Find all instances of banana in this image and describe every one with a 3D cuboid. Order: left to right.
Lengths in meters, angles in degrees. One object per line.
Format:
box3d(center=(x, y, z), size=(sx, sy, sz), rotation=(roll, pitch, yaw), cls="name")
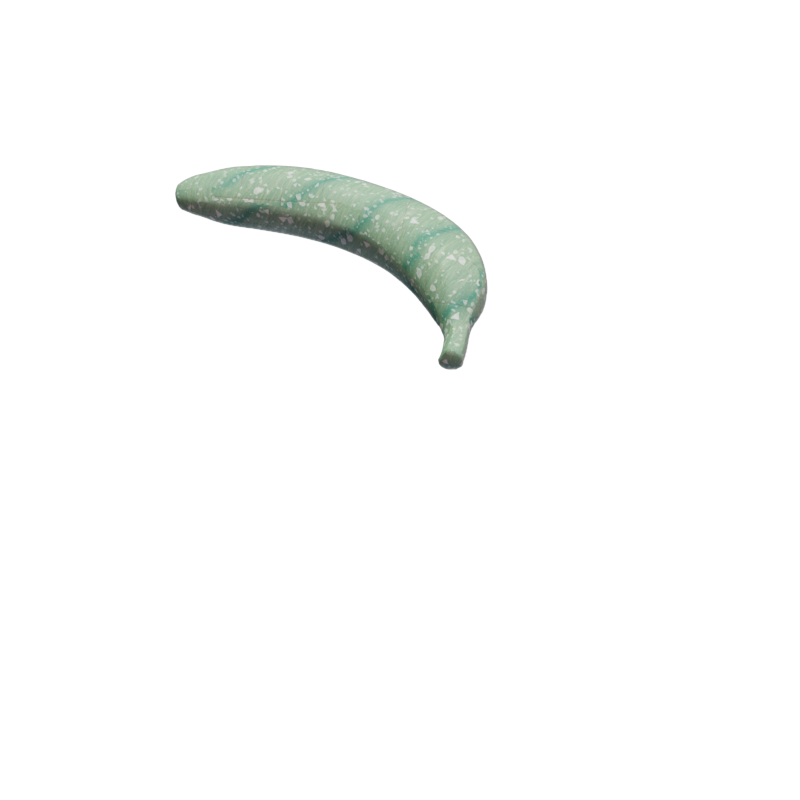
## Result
box3d(center=(-0.027, -0.084, 0.549), size=(0.069, 0.034, 0.211), rotation=(-30, 46, -35), cls="banana")
